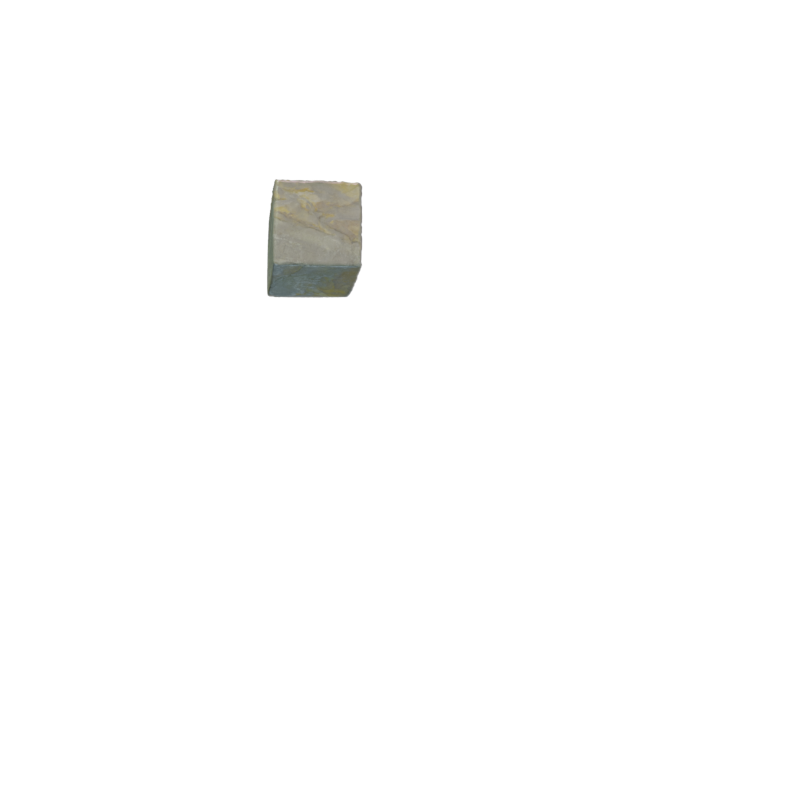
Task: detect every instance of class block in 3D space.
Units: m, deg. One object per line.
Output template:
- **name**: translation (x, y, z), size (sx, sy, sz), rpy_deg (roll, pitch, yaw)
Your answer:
- **block**: translation (-0.052, -0.095, 0.666), size (0.052, 0.053, 0.076), rpy_deg (1, -11, -8)
